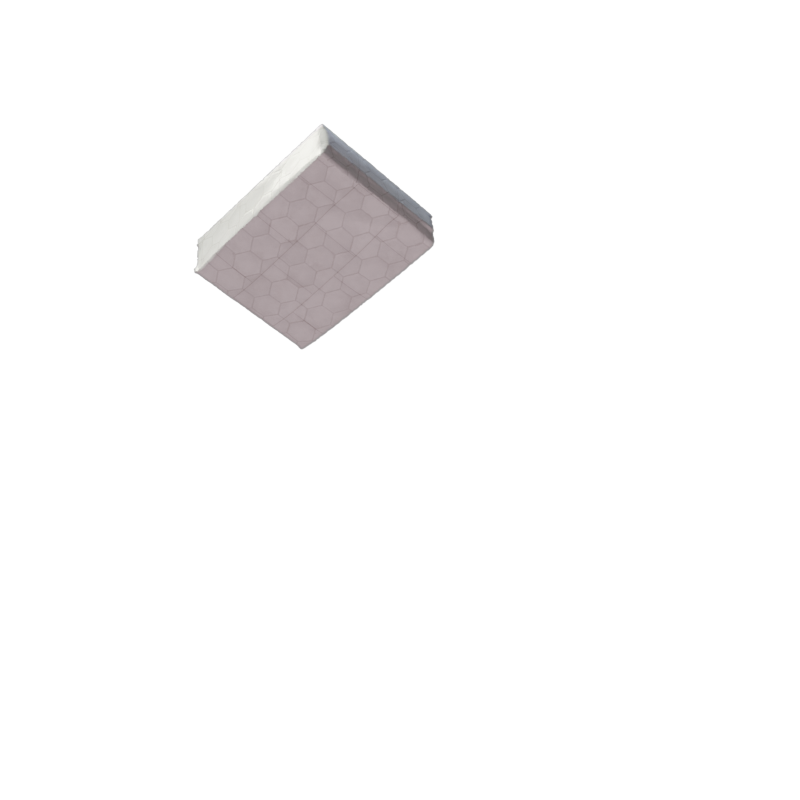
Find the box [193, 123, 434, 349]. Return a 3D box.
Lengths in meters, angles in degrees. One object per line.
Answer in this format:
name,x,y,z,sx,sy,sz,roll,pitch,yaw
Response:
box,-0.050,-0.092,0.645,0.112,0.042,0.085,-39,-63,24
